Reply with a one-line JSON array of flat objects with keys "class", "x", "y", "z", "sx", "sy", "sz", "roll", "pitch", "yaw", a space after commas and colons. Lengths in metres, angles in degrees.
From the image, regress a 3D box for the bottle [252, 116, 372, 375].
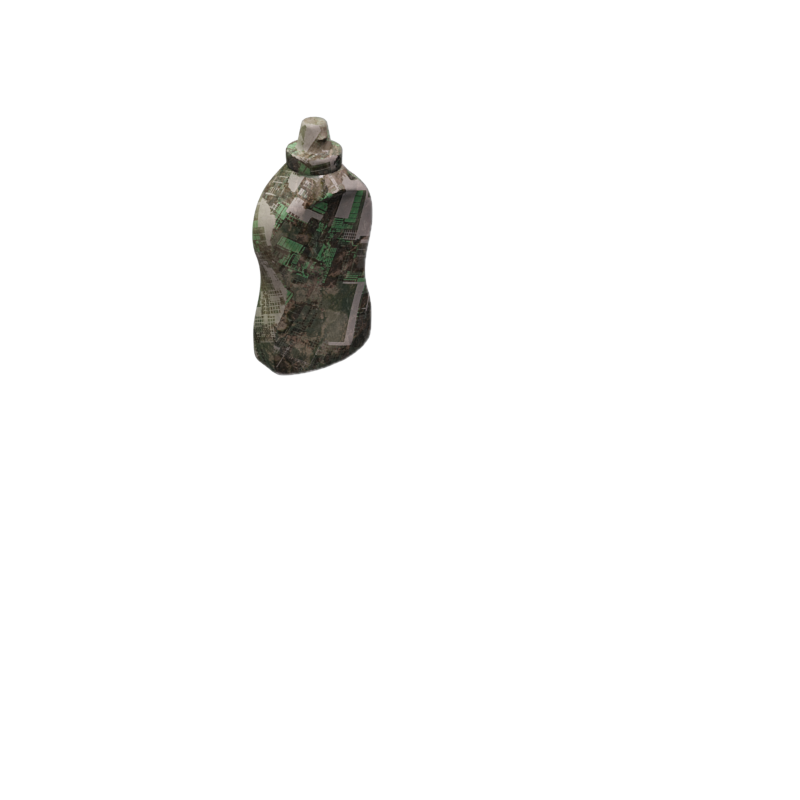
[{"class": "bottle", "x": -0.064, "y": -0.117, "z": 0.822, "sx": 0.095, "sy": 0.181, "sz": 0.063, "roll": -19, "pitch": 35, "yaw": -33}]
